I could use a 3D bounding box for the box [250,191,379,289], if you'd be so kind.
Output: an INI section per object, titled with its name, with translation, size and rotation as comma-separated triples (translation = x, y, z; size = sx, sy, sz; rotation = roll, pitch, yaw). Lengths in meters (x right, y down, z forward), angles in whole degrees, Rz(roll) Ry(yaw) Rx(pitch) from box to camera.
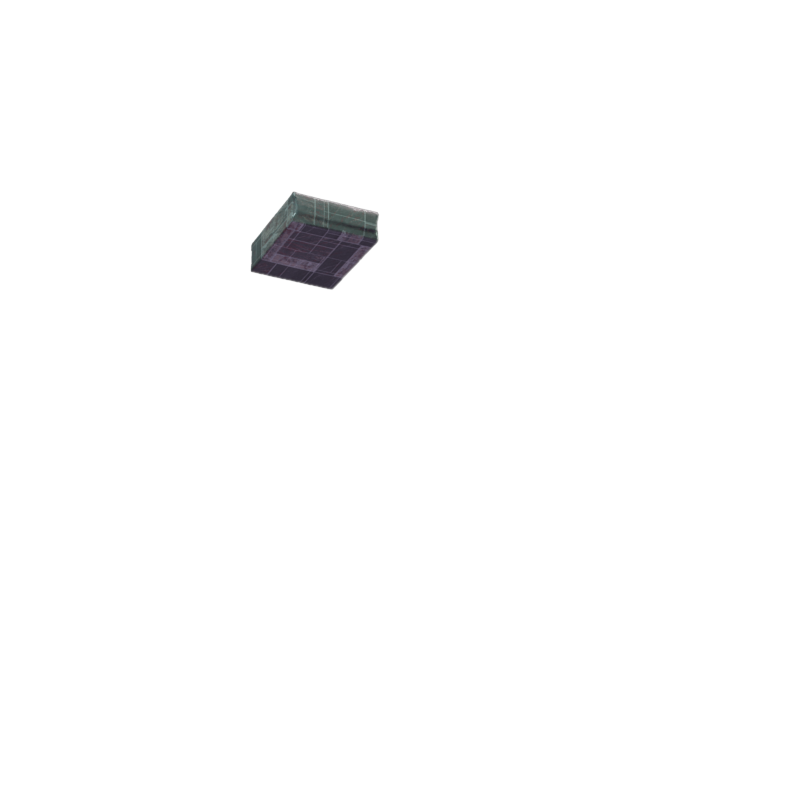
[box]
translation = -0.068, -0.124, 0.867
size = 0.070, 0.032, 0.087
rotation = 12, -28, -23
